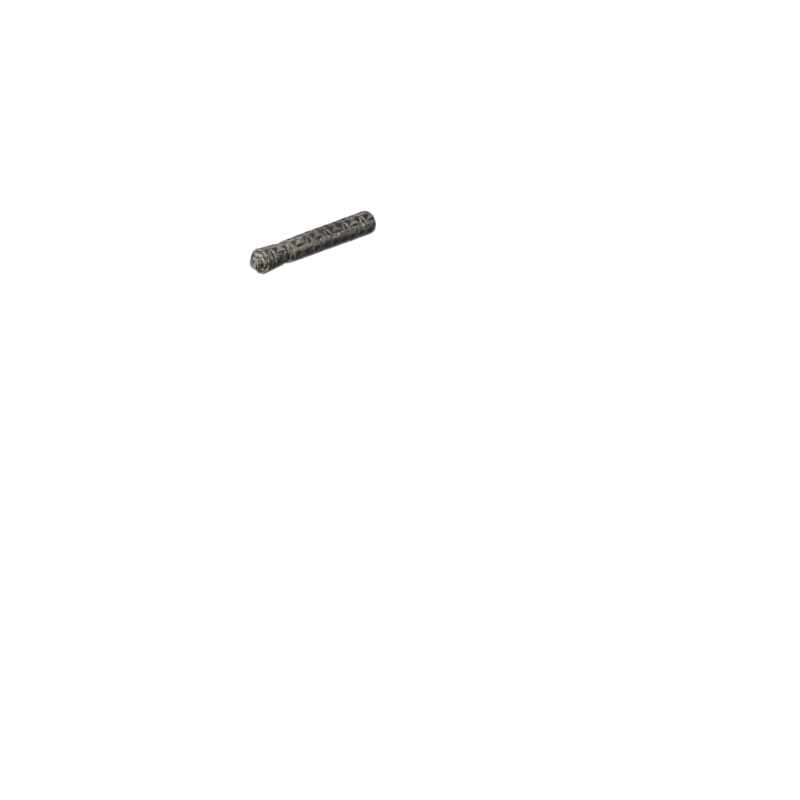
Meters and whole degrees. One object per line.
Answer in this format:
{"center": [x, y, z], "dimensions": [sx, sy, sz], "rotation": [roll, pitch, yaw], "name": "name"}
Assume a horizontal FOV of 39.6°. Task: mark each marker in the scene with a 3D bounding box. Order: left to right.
{"center": [-0.064, -0.116, 0.814], "dimensions": [0.021, 0.019, 0.120], "rotation": [4, 23, 42], "name": "marker"}
